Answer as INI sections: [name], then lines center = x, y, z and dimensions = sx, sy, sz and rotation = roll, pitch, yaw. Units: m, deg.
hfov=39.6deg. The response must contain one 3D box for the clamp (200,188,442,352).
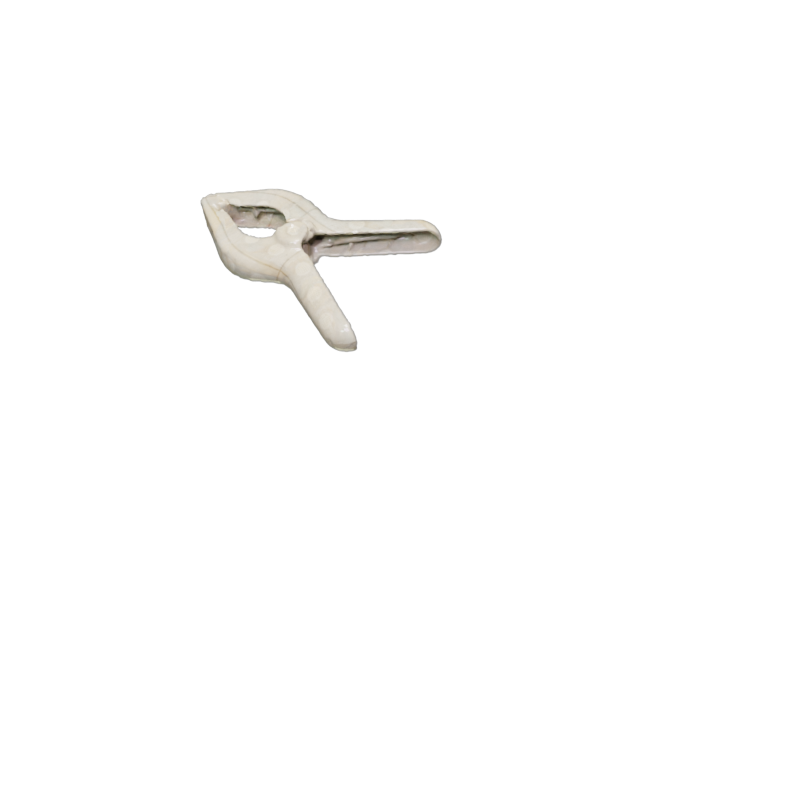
[clamp]
center = -0.060, -0.110, 0.772
dimensions = 0.182, 0.036, 0.121
rotation = 34, 55, 28
